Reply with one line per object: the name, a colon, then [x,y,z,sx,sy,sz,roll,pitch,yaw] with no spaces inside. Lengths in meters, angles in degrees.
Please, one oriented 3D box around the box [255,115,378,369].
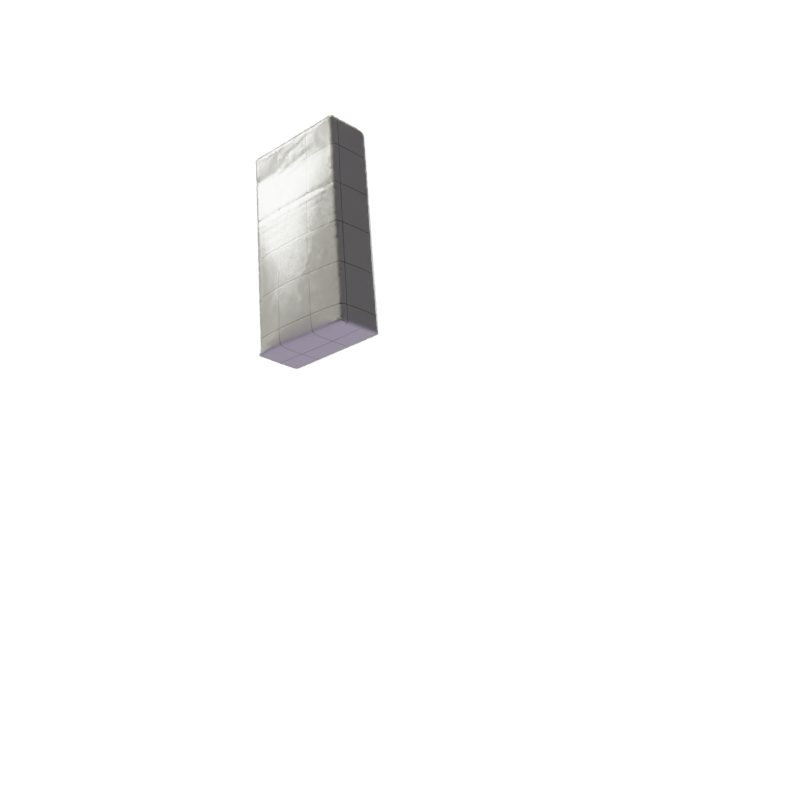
box: [-0.067,-0.122,0.858,0.094,0.187,0.045,-24,-34,38]
